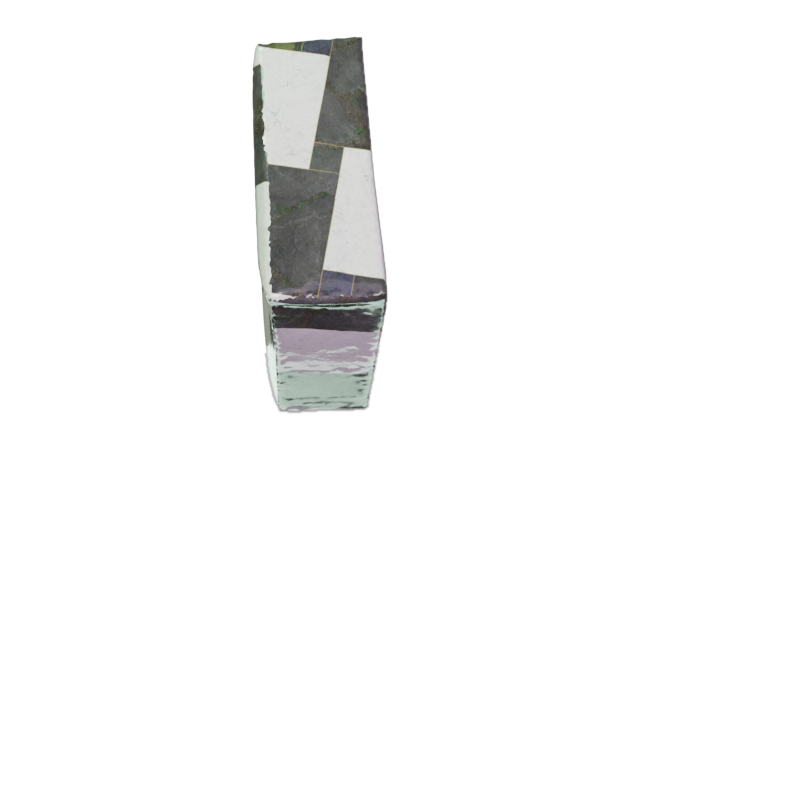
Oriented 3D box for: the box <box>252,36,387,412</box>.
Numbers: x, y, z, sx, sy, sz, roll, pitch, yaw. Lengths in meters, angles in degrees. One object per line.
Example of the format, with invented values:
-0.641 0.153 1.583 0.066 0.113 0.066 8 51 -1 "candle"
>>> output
-0.055 -0.100 0.699 0.071 0.173 0.204 -4 -20 -5 "box"
